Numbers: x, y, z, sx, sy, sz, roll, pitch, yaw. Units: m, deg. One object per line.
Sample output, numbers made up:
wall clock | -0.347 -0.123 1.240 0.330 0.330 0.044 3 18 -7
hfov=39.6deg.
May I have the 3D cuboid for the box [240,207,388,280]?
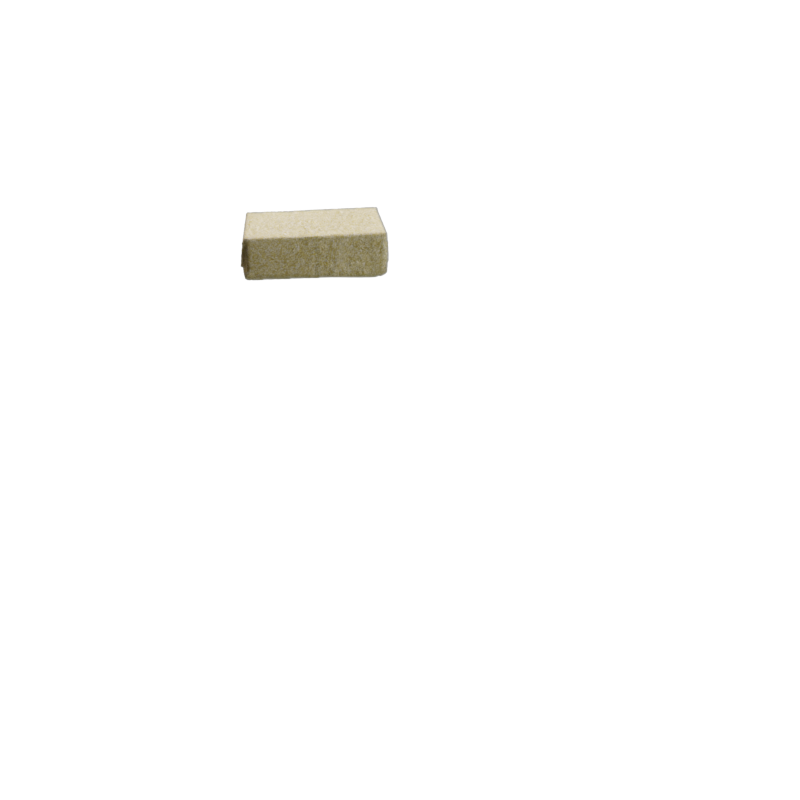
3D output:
box | -0.069 -0.126 0.884 0.113 0.037 0.094 -1 22 -3
